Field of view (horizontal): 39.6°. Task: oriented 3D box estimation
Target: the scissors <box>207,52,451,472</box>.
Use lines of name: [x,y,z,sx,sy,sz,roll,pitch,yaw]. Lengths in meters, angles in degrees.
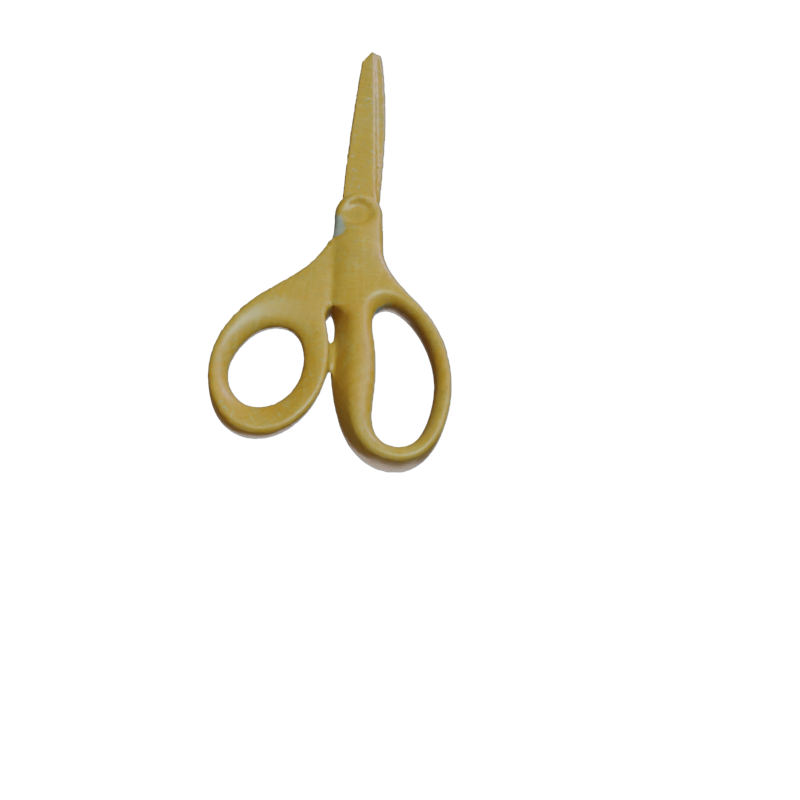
scissors: [-0.034,-0.062,0.438,0.095,0.217,0.015,-9,-34,-7]
